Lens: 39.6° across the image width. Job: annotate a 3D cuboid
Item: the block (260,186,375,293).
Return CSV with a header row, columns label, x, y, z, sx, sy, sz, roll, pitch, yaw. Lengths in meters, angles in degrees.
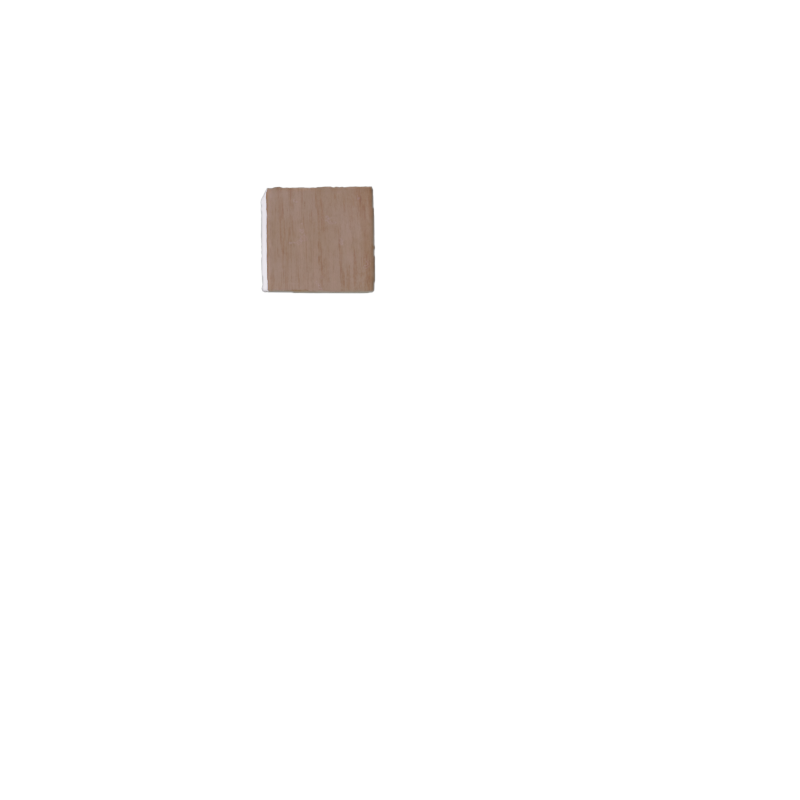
label,x,y,z,sx,sy,sz,roll,pitch,yaw
block,-0.044,-0.080,0.561,0.052,0.051,0.079,0,4,-9
